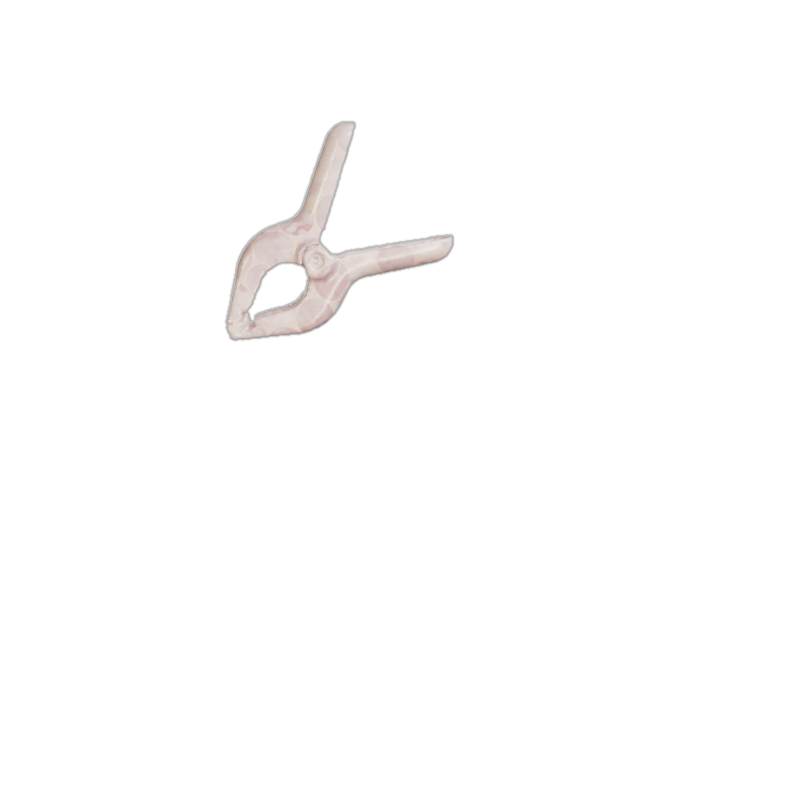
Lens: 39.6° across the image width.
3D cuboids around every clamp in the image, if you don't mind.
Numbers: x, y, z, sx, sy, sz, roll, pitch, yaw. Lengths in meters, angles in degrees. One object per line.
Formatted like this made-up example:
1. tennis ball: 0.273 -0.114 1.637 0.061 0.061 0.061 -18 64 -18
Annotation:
1. clamp: -0.062 -0.112 0.788 0.171 0.121 0.039 -33 -2 -2
